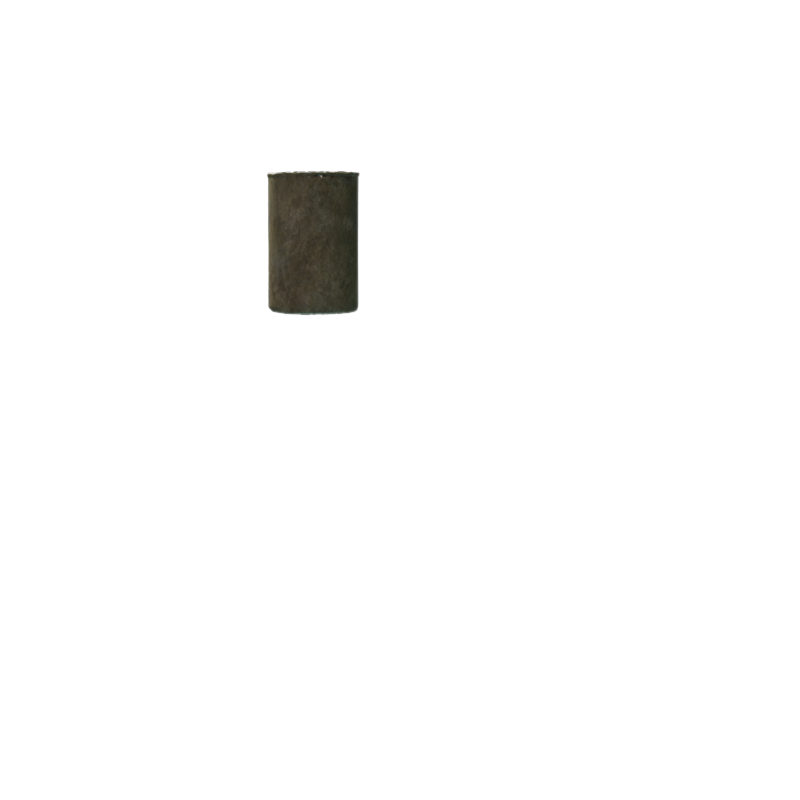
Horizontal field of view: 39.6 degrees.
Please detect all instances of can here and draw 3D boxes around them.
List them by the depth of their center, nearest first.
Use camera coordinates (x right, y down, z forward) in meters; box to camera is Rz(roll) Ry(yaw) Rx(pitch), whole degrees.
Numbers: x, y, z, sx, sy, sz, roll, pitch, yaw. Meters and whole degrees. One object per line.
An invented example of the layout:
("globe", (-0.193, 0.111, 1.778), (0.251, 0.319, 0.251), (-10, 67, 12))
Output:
("can", (-0.064, -0.116, 0.815), (0.068, 0.102, 0.069), (0, 4, -2))
